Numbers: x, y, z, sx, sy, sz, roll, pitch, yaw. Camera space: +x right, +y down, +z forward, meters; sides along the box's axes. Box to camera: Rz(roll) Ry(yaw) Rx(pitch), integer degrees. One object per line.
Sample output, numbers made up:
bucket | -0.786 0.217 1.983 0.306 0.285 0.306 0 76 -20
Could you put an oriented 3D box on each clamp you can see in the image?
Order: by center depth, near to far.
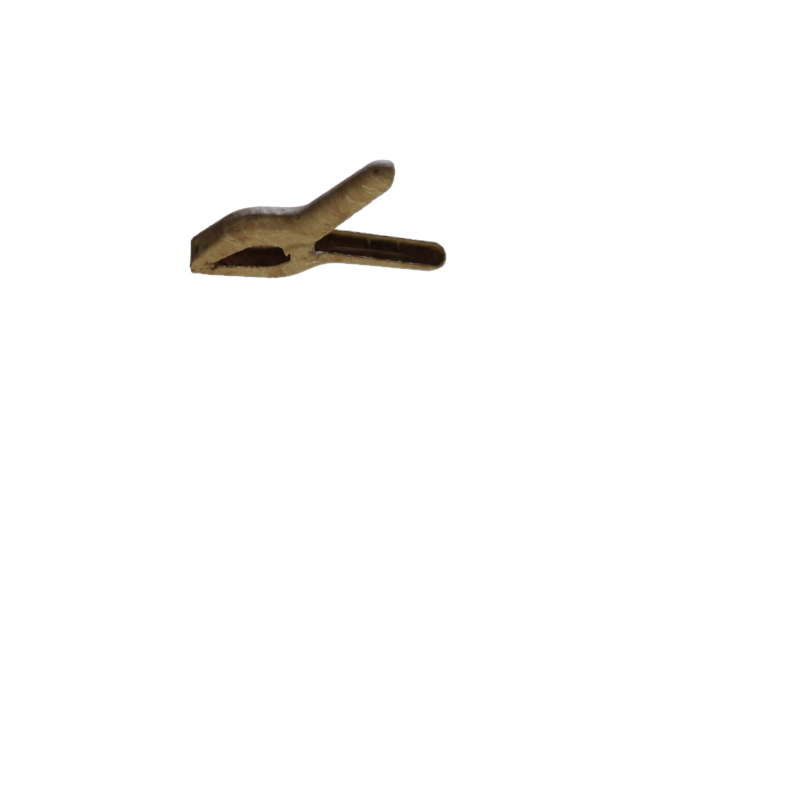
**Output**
clamp | -0.071 -0.130 0.912 0.213 0.038 0.153 -10 -23 23
